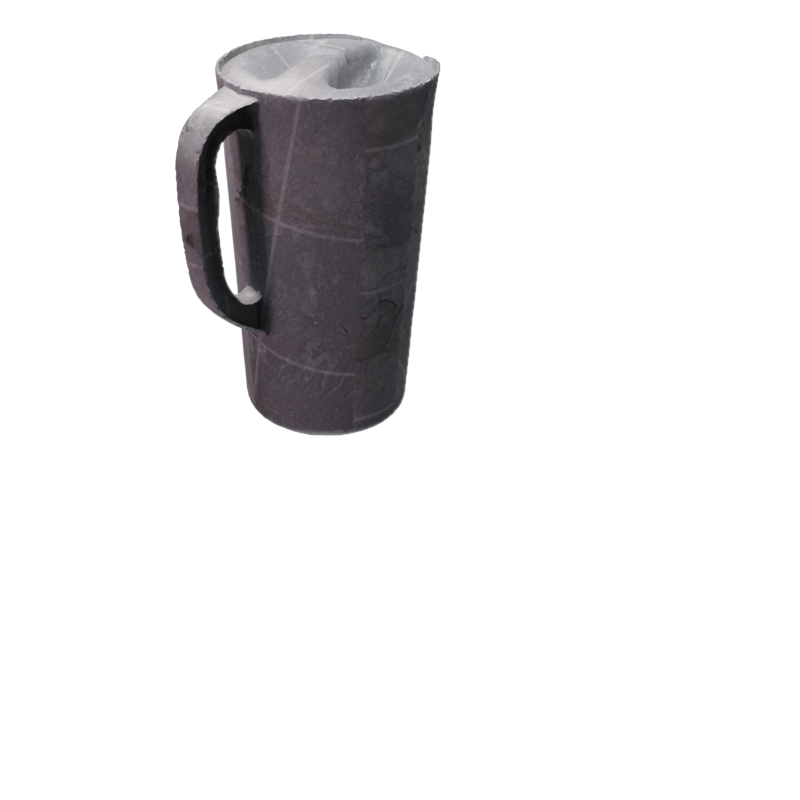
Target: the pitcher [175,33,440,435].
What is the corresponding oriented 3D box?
[{"bbox_3d":[-0.055,-0.100,0.700,0.149,0.230,0.153,2,28,0],"label":"pitcher"}]
